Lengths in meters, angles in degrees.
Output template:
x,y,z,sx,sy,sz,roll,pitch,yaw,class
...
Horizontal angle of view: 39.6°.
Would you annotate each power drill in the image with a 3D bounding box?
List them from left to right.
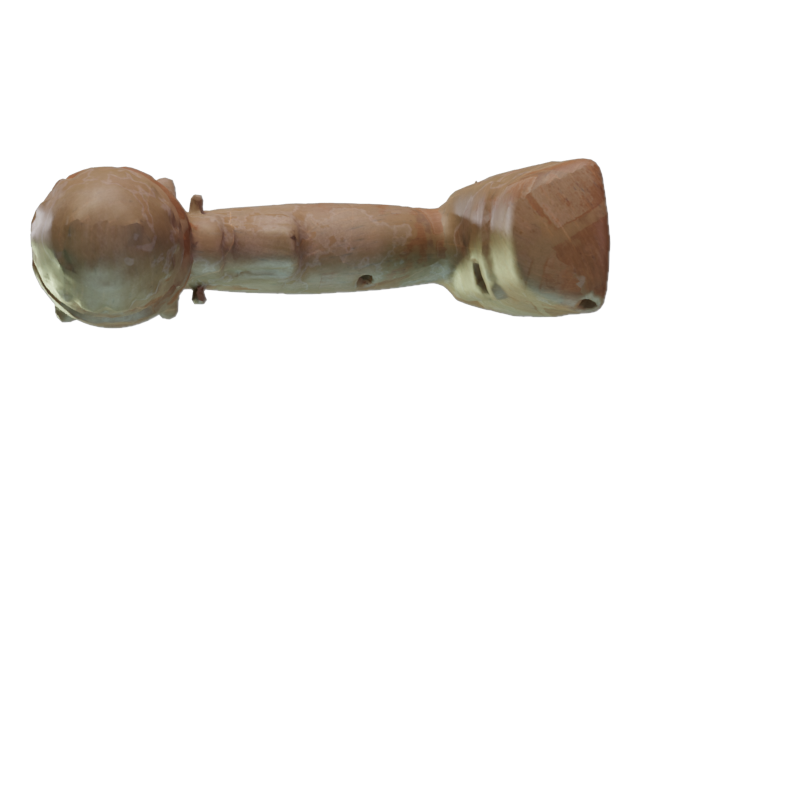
x,y,z,sx,sy,sz,roll,pitch,yaw,class
-0.030,-0.055,0.383,0.185,0.057,0.188,-1,7,-11,power drill
